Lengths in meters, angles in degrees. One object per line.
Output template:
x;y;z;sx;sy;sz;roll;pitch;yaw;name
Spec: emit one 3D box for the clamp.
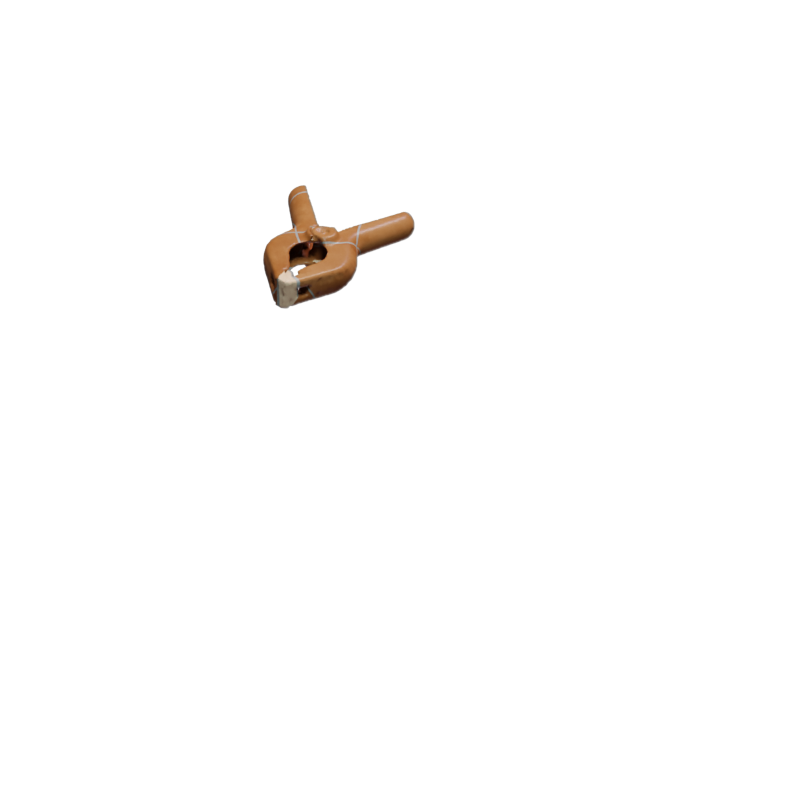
-0.075;-0.137;0.962;0.126;0.037;0.174;16;36;24;clamp
